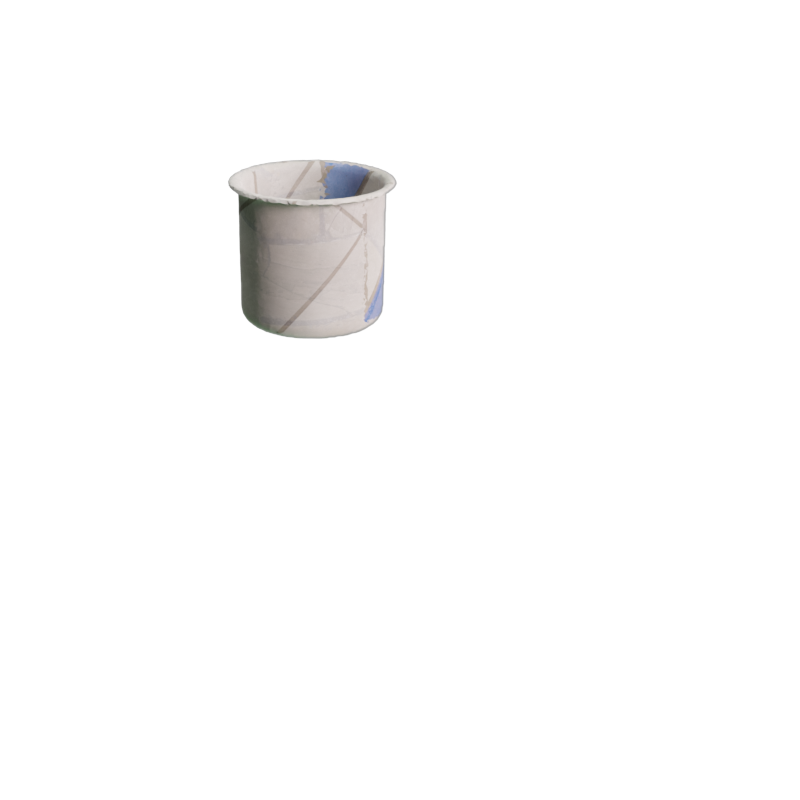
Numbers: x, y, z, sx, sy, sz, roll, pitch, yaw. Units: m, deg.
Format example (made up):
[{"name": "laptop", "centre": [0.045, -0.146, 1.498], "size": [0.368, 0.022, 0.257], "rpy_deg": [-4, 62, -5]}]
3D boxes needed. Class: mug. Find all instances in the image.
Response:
[{"name": "mug", "centre": [-0.050, -0.091, 0.637], "size": [0.093, 0.078, 0.123], "rpy_deg": [1, 23, 0]}]
